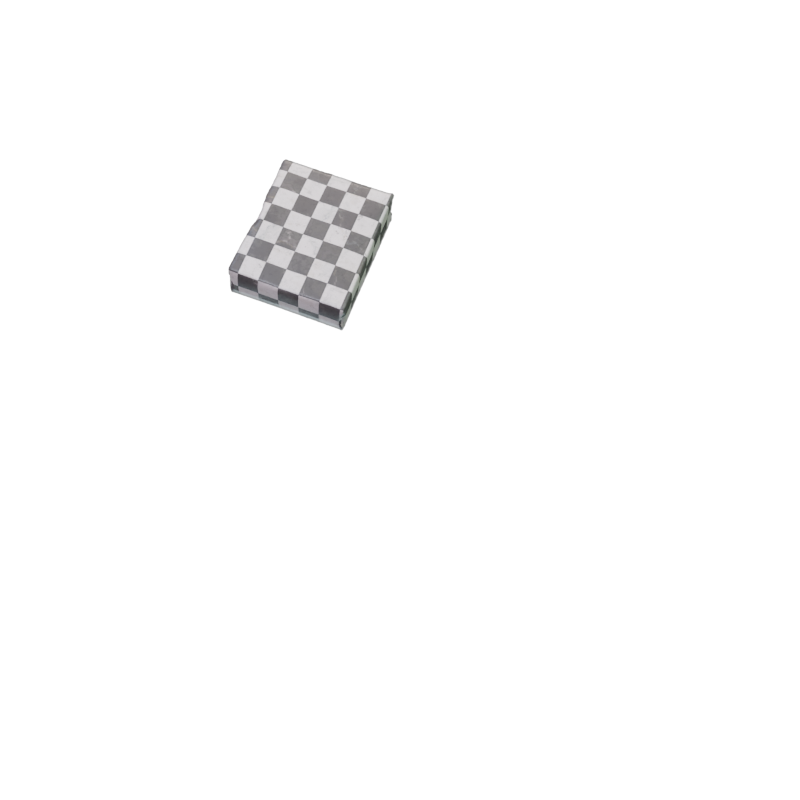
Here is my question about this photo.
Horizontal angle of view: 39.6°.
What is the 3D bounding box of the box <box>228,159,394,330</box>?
[{"bbox_3d":[-0.052,-0.095,0.666,0.075,0.093,0.028,18,-28,9],"label":"box"}]
